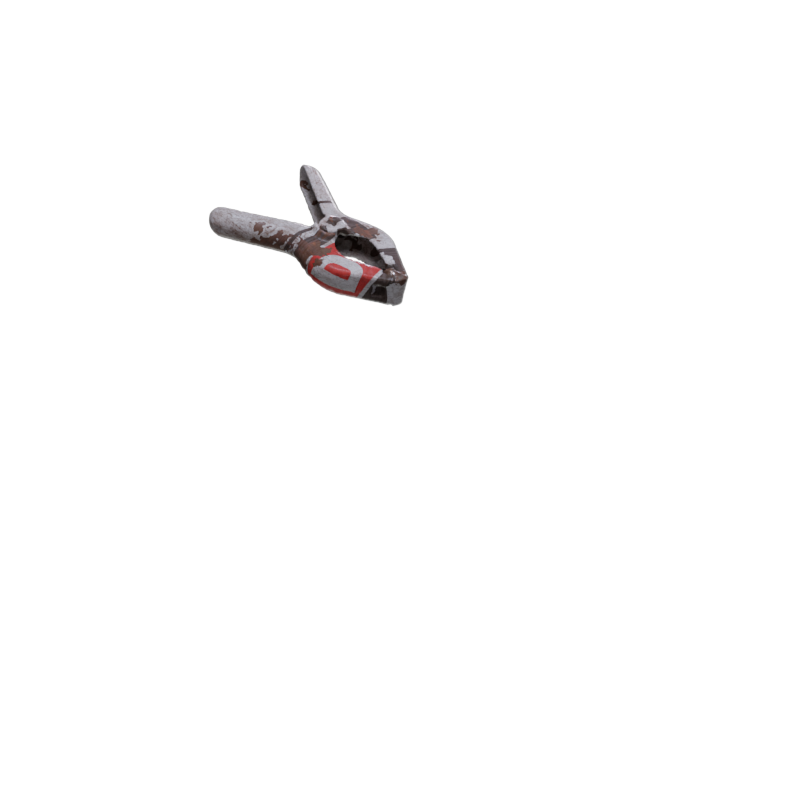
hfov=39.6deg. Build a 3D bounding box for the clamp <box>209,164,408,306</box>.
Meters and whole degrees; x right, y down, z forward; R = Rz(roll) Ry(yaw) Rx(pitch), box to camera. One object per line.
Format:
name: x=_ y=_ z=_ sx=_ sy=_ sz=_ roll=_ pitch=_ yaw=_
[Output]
clamp: x=-0.071 y=-0.129 z=0.903 sx=0.120 sy=0.036 sz=0.184 roll=-29 pitch=51 yaw=-26
